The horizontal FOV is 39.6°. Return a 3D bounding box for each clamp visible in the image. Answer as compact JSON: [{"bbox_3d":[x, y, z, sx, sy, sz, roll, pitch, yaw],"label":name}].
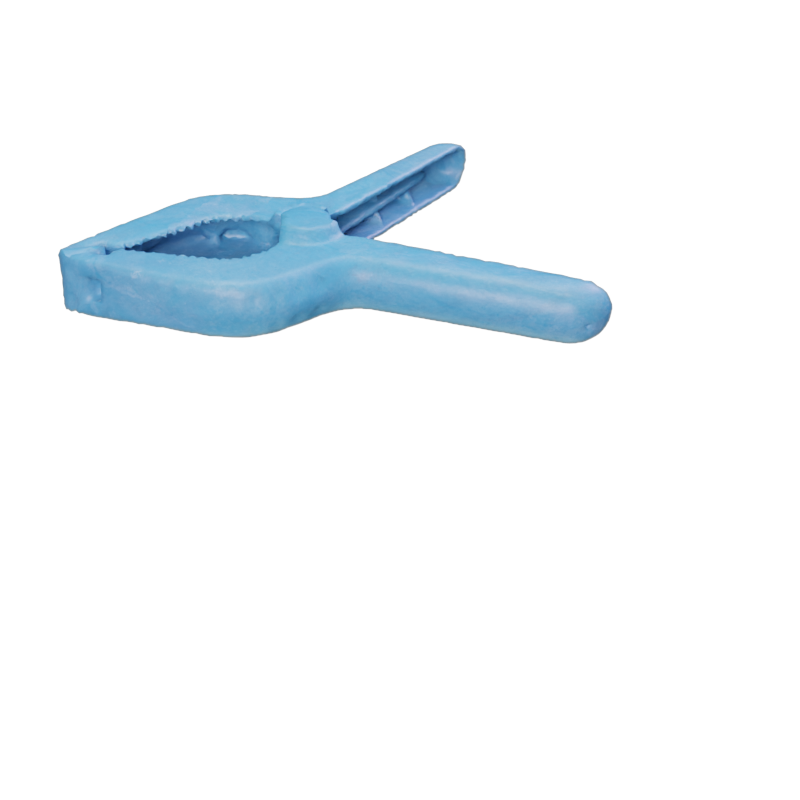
[{"bbox_3d":[-0.037,-0.068,0.477,0.208,0.034,0.176,-5,32,-8],"label":"clamp"}]
